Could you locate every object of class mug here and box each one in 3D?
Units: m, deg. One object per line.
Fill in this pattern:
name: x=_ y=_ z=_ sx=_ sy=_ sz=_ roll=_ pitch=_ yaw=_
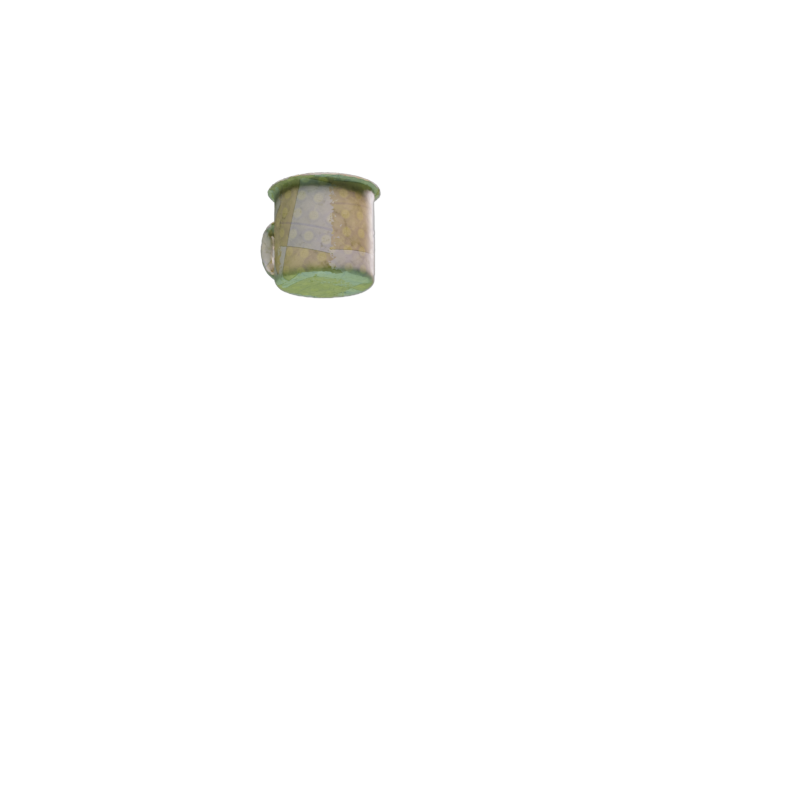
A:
mug: x=-0.071 y=-0.130 z=0.908 sx=0.120 sy=0.085 sz=0.088 roll=-10 pitch=-16 yaw=38
